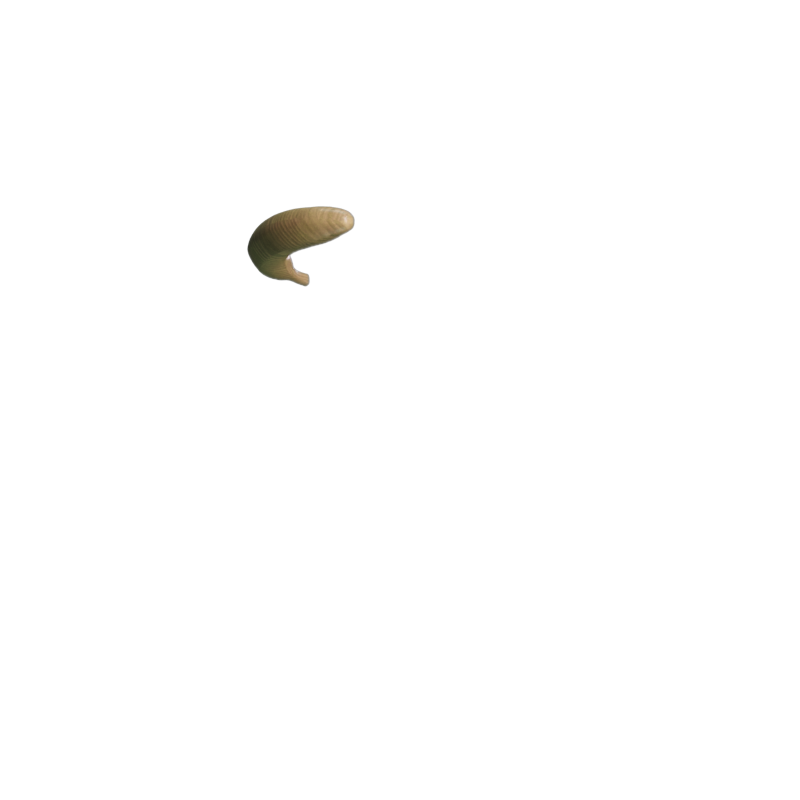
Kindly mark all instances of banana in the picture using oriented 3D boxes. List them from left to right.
[{"bbox_3d":[-0.094,-0.137,0.958,0.068,0.038,0.196,2,-7,-15],"label":"banana"}]
